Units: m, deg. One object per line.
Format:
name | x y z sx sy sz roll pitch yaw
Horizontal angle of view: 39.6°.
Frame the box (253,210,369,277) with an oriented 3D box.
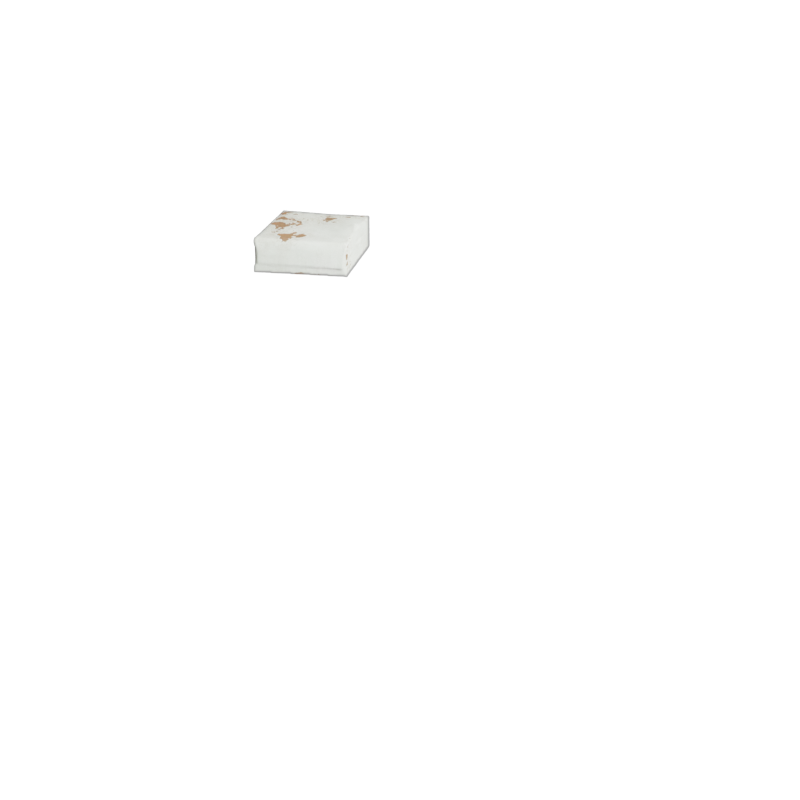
box | -0.068 -0.123 0.862 0.074 0.029 0.092 4 22 11
